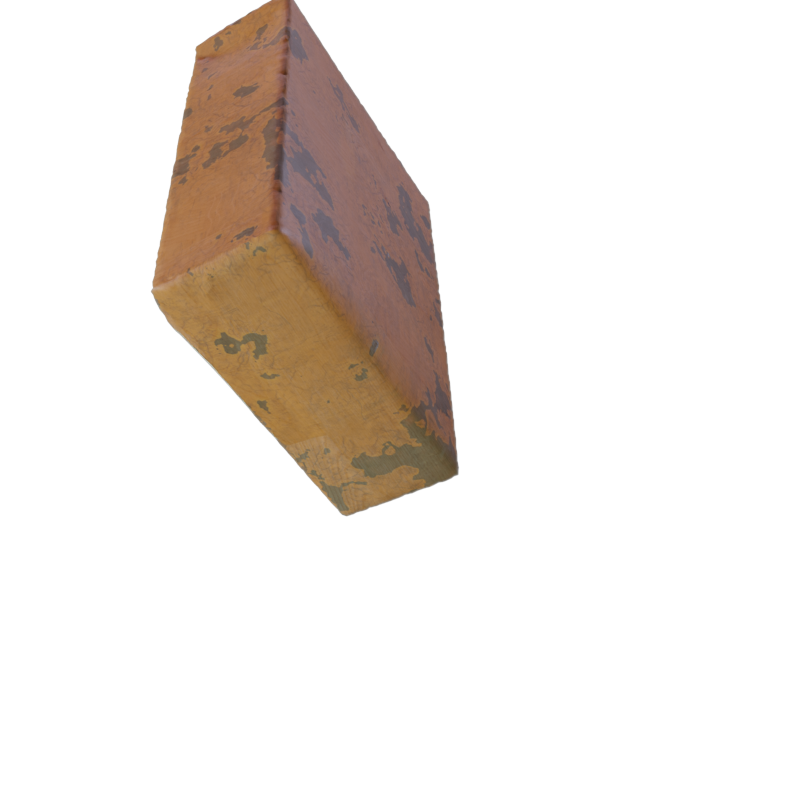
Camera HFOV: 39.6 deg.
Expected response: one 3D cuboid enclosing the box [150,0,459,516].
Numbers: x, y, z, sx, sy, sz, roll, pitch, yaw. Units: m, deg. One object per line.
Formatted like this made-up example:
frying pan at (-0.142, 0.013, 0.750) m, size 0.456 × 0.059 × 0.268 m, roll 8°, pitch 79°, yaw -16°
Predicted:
box at (-0.043, -0.079, 0.555) m, size 0.072 × 0.229 × 0.152 m, roll -25°, pitch -51°, yaw 18°
